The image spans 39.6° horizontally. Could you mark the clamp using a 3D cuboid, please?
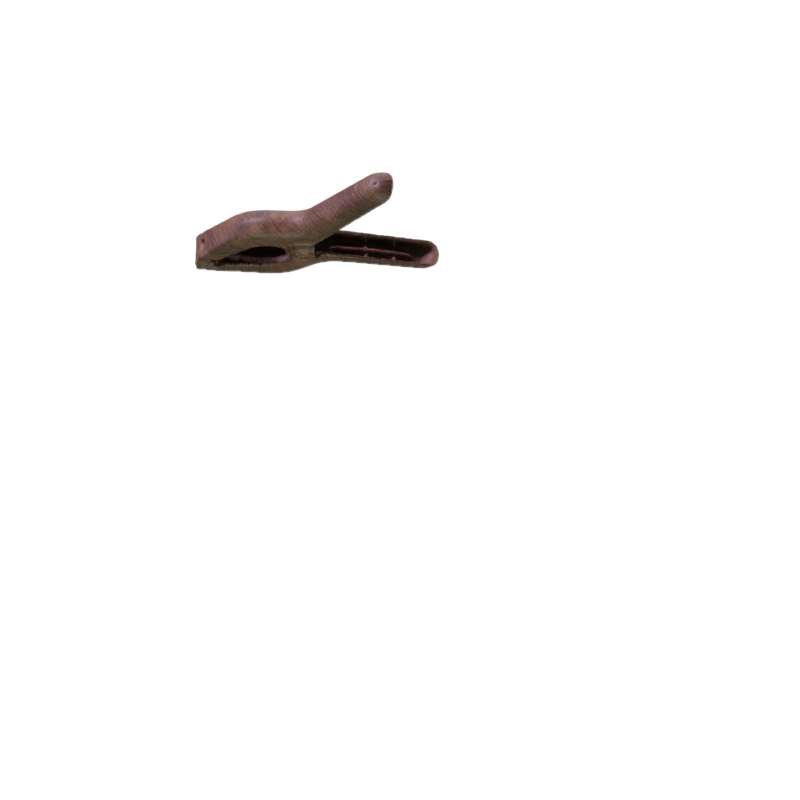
[{"bbox_3d":[-0.075,-0.137,0.959,0.214,0.038,0.154,-8,-19,23],"label":"clamp"}]
